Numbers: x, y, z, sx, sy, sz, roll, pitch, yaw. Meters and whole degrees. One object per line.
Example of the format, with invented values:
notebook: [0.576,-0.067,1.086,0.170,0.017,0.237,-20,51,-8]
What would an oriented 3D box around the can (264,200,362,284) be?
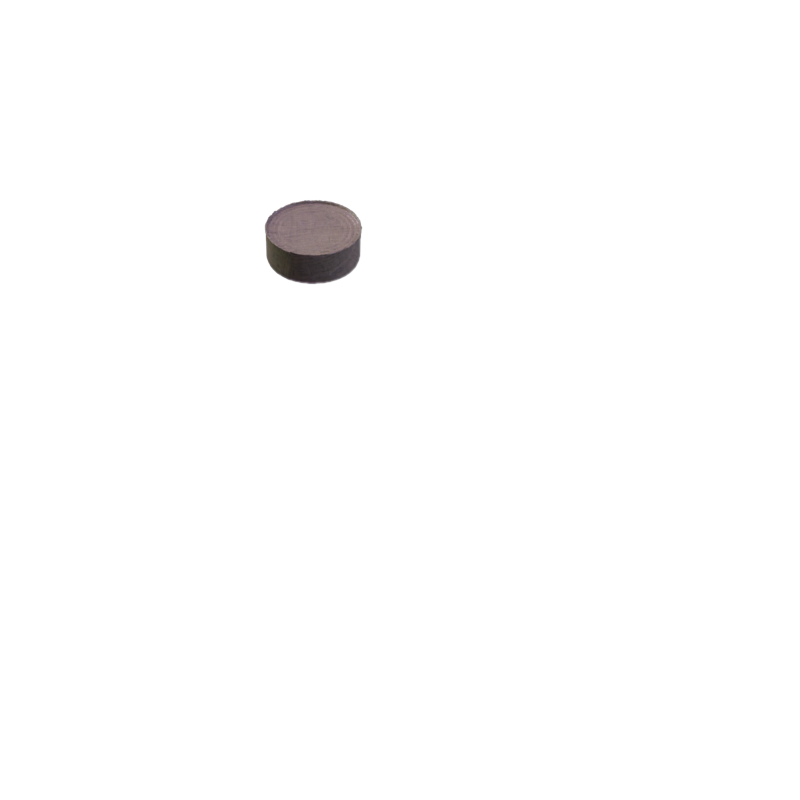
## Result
can: [-0.077,-0.141,0.986,0.086,0.031,0.092,-1,40,-2]
